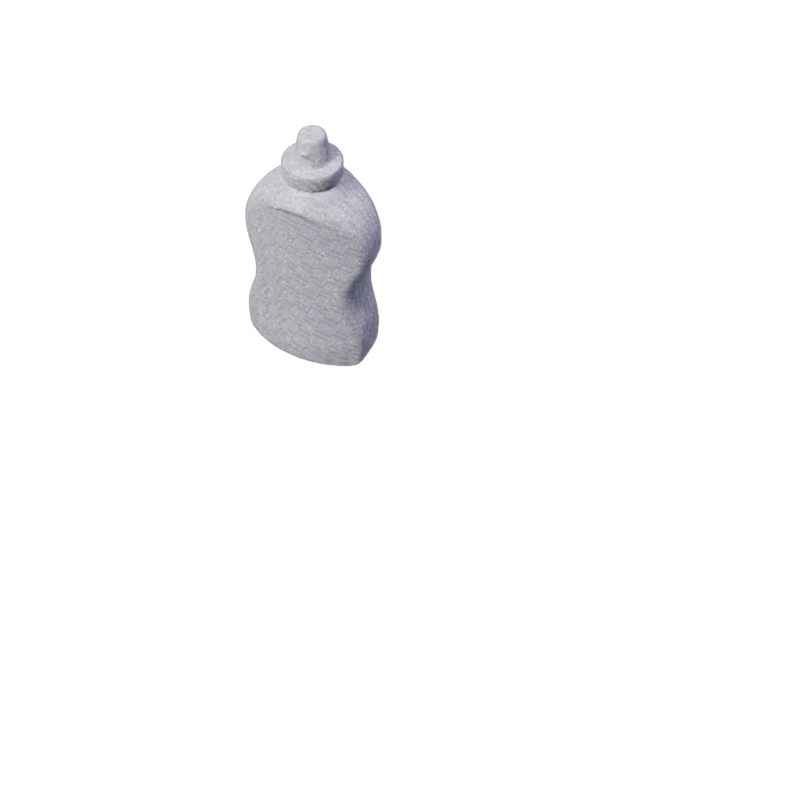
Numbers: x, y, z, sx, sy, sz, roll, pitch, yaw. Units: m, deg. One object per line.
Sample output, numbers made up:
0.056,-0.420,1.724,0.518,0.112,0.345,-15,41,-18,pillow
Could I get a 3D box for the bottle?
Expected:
-0.060,-0.110,0.769,0.100,0.179,0.060,24,50,18,bottle
